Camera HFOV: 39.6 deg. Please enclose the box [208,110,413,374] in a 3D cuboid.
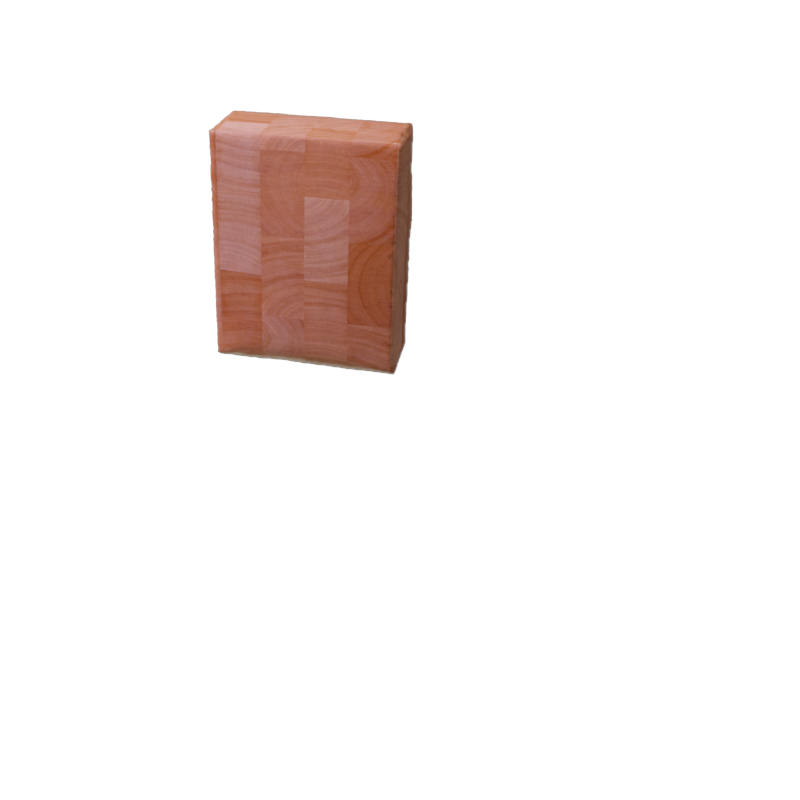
[{"bbox_3d":[-0.076,-0.138,0.965,0.167,0.202,0.074,7,26,11],"label":"box"}]
